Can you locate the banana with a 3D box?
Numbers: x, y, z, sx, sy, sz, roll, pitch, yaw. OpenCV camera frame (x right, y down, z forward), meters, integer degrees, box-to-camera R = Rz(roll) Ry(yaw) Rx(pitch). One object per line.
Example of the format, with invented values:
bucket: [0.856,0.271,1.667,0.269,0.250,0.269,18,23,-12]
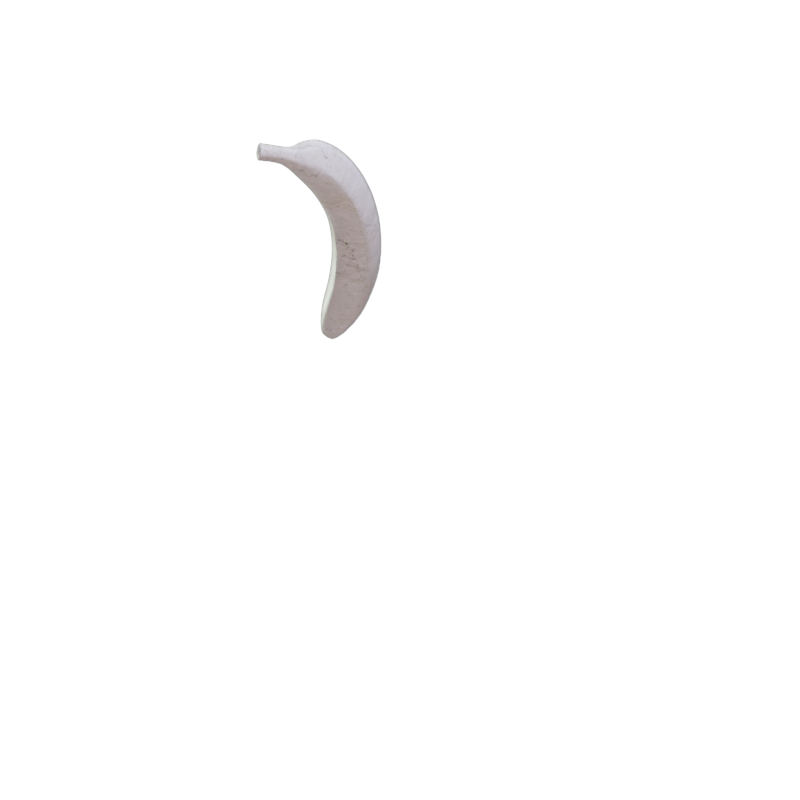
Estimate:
banana: [-0.048,-0.125,0.830,0.070,0.183,0.039,-10,42,9]
